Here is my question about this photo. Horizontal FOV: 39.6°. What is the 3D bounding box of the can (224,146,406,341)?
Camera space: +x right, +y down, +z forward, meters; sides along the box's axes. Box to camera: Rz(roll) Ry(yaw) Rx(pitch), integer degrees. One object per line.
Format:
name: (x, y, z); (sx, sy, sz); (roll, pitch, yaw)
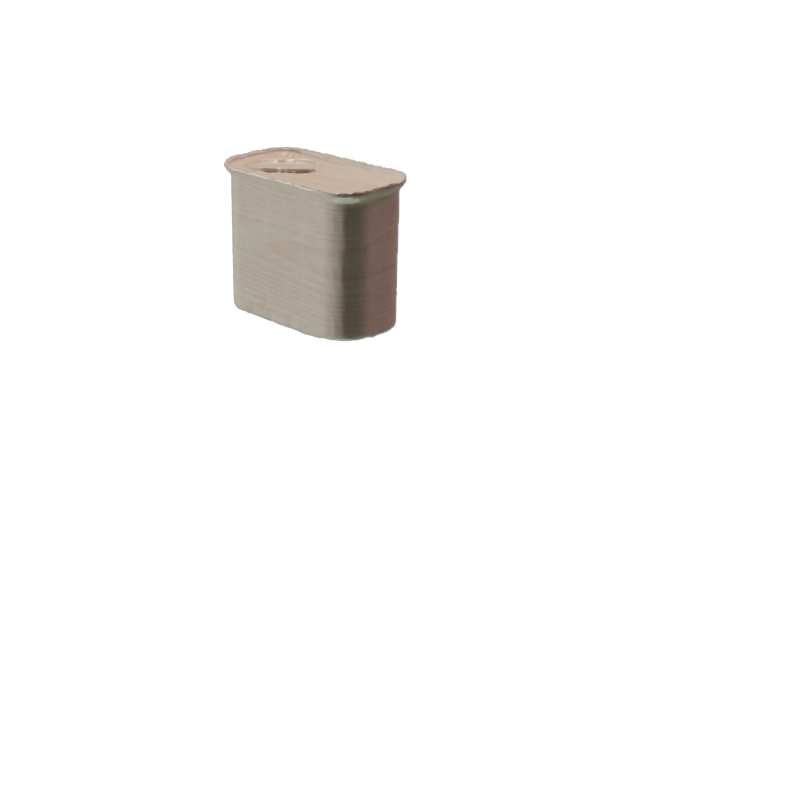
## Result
can: (-0.047, -0.086, 0.602); (0.108, 0.080, 0.057); (21, 29, 38)
